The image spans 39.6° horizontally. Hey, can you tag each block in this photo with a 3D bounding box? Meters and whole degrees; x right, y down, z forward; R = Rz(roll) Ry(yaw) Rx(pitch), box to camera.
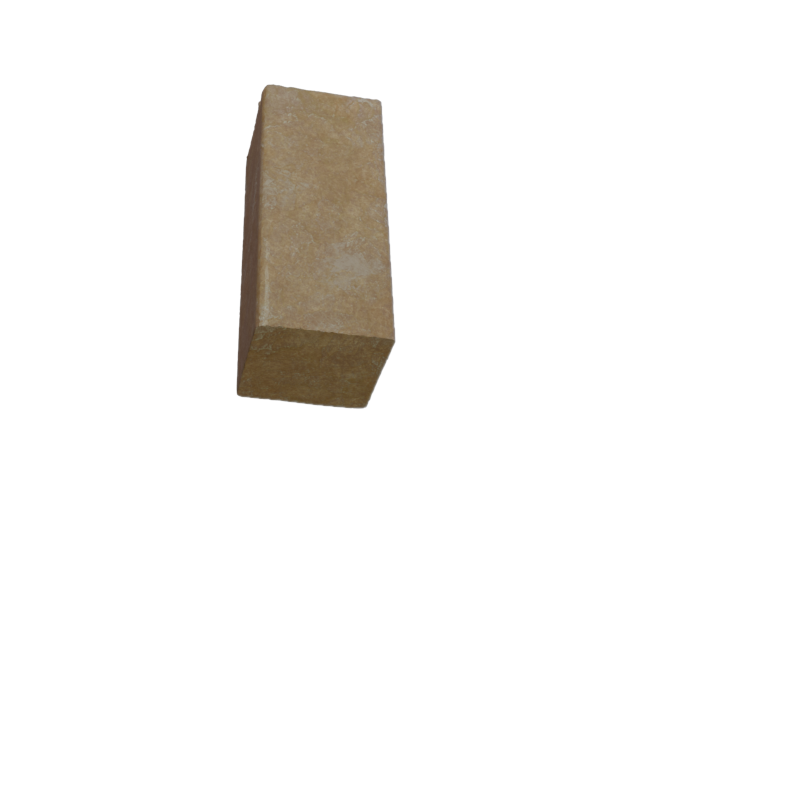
[{"bbox_3d":[-0.061,-0.109,0.767,0.089,0.221,0.086,6,-35,-12],"label":"block"}]
